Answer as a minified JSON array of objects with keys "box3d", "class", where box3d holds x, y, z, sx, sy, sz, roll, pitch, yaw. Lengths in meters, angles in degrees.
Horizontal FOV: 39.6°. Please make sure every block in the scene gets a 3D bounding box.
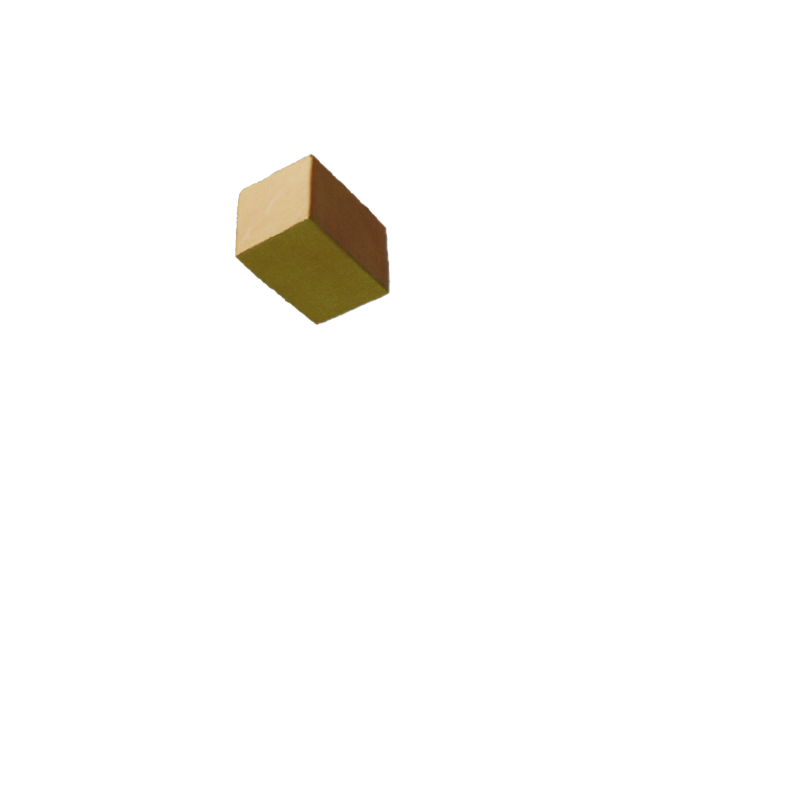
[{"box3d":[-0.049,-0.089,0.620,0.053,0.055,0.072,-24,-43,26],"class":"block"}]
